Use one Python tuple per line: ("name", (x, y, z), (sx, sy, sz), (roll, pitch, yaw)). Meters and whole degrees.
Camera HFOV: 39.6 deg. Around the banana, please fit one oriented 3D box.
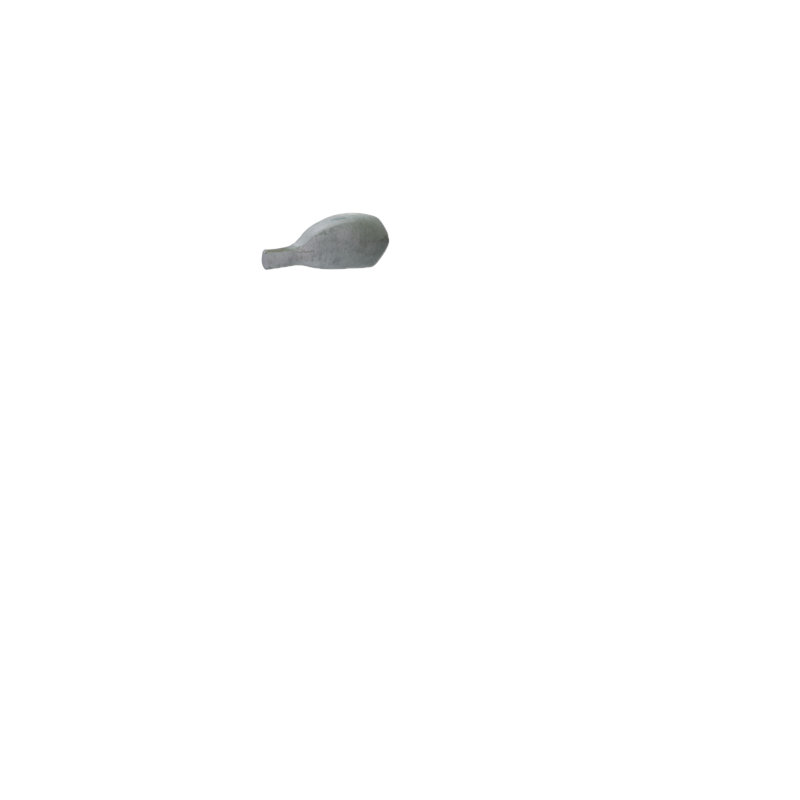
("banana", (-0.041, -0.107, 0.750), (0.070, 0.036, 0.197), (1, 7, 6))
